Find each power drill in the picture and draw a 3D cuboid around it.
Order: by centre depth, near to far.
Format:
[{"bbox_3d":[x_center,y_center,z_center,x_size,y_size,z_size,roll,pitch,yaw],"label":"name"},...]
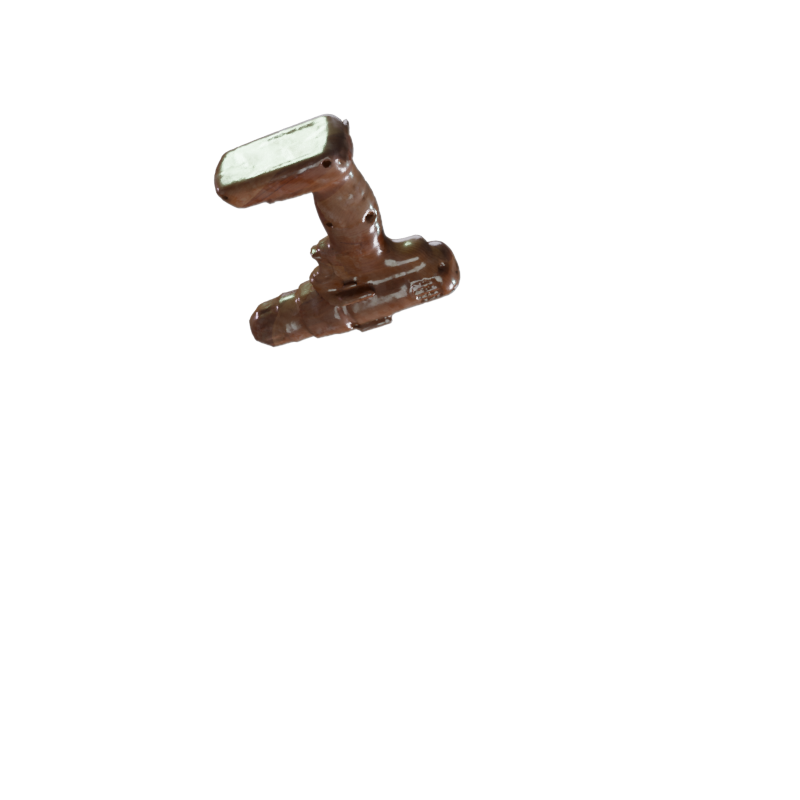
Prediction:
[{"bbox_3d":[-0.068,-0.124,0.867,0.186,0.062,0.173,-18,-46,18],"label":"power drill"}]
